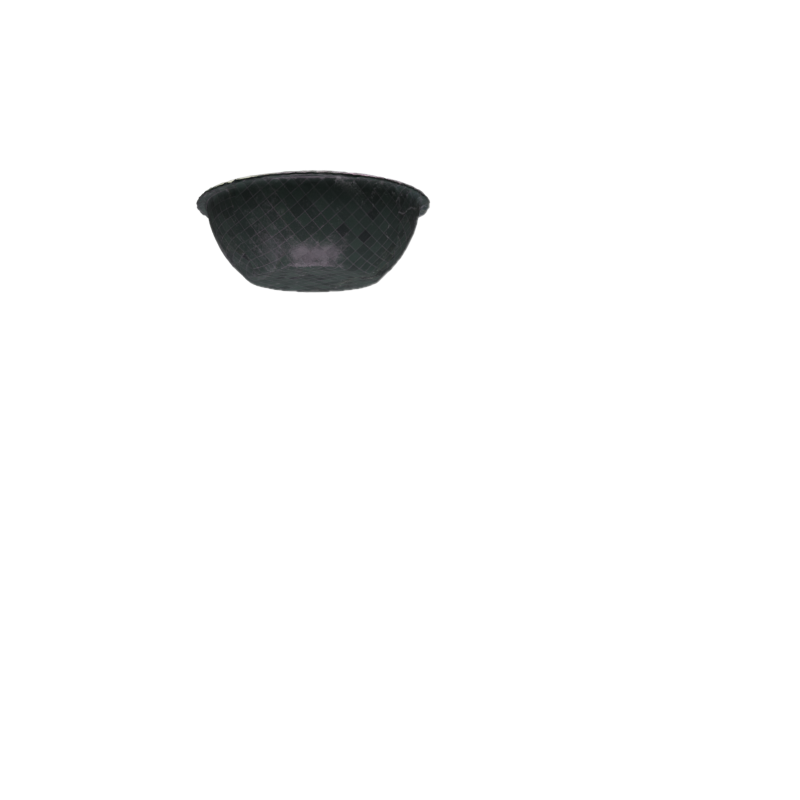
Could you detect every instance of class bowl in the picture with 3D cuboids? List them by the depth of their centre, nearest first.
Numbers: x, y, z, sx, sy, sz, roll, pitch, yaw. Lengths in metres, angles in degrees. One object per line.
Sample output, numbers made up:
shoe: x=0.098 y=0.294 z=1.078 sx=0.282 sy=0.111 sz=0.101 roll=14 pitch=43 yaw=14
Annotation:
bowl: x=-0.060 y=-0.109 z=0.764 sx=0.162 sy=0.056 sz=0.159 roll=0 pitch=-6 yaw=-2
